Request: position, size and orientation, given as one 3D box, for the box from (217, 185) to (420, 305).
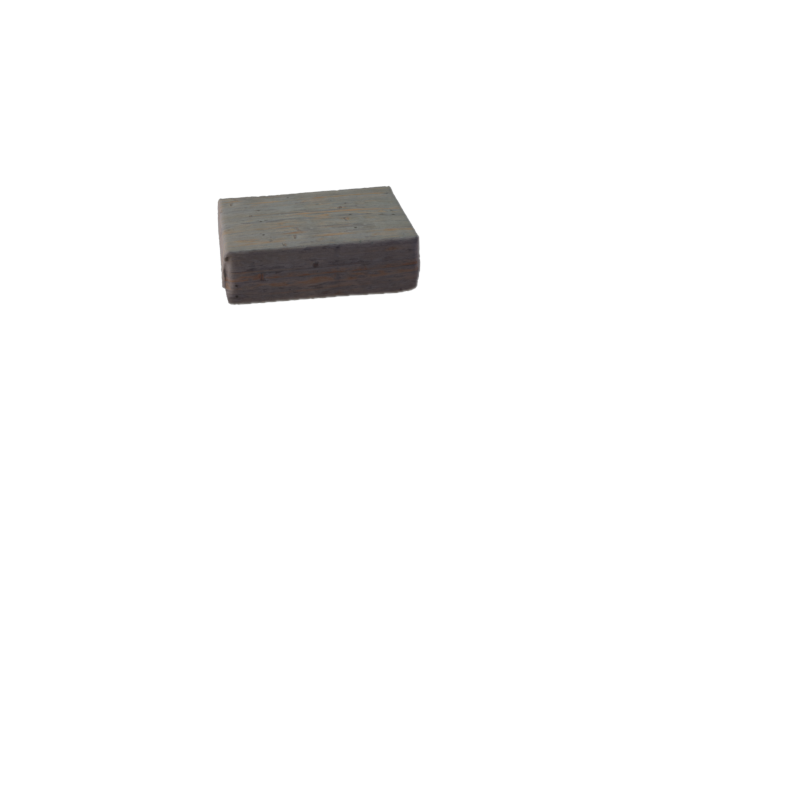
[{"bbox_3d":[-0.052,-0.095,0.663,0.112,0.037,0.096,-4,29,-8],"label":"box"}]
